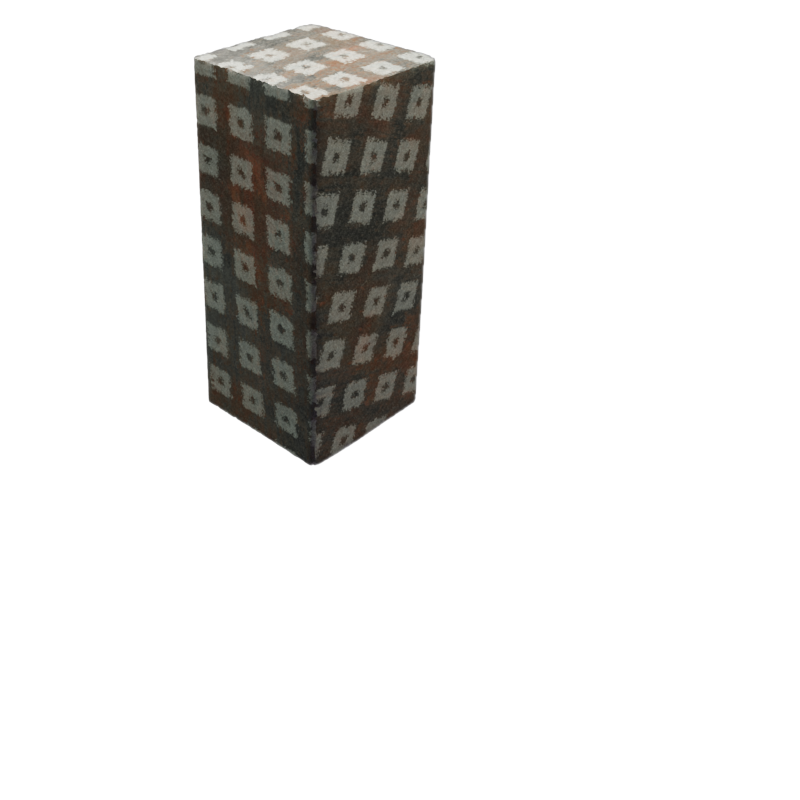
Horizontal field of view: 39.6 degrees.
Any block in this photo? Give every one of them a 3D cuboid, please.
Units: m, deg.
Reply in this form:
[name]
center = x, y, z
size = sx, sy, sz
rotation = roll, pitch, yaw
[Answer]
[block]
center = -0.046, -0.085, 0.597
size = 0.096, 0.194, 0.090
rotation = 25, 37, 35
